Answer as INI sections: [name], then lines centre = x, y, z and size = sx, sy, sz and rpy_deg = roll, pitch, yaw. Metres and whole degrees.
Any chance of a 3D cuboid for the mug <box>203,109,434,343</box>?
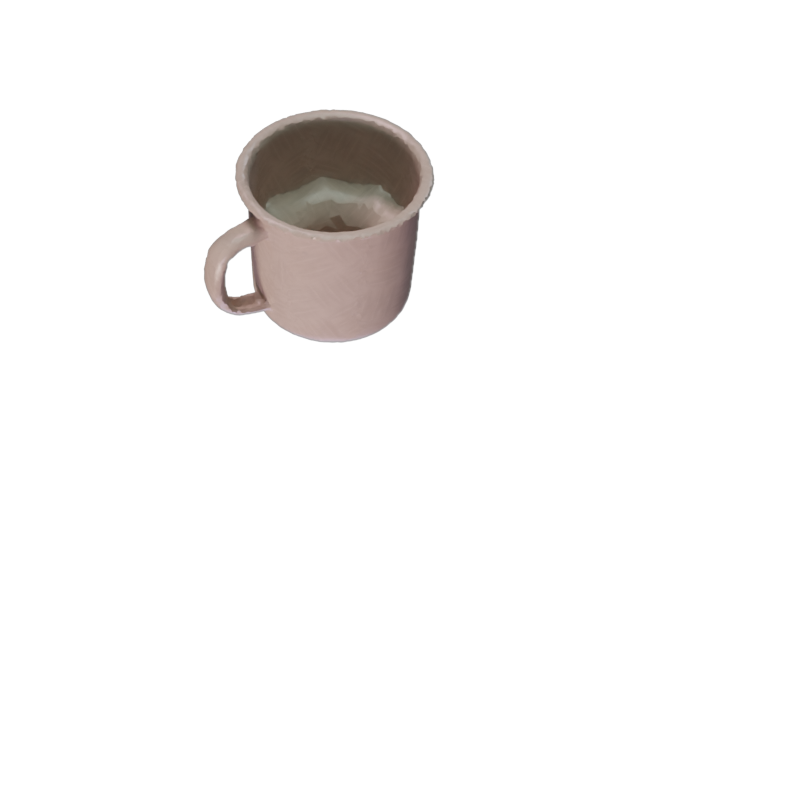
[mug]
centre = -0.042, -0.077, 0.541
size = 0.117, 0.076, 0.100
rpy_deg = -30, 56, -25
